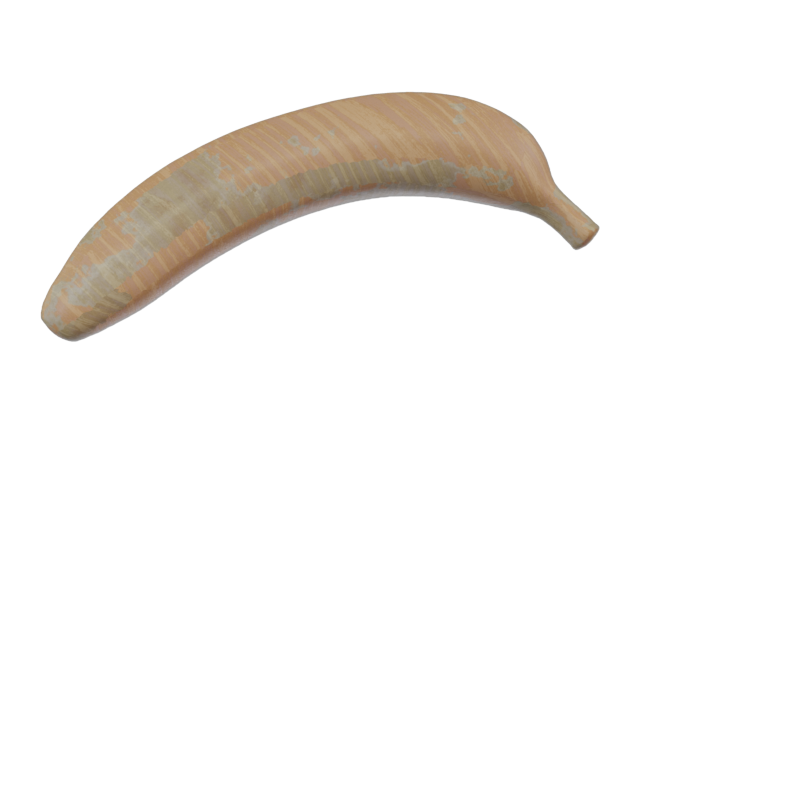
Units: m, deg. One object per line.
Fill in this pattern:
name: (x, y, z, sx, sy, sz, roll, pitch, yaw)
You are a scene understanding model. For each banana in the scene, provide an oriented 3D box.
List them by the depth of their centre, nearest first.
banana: (-0.031, -0.072, 0.392, 0.196, 0.074, 0.035, -12, -27, -7)
